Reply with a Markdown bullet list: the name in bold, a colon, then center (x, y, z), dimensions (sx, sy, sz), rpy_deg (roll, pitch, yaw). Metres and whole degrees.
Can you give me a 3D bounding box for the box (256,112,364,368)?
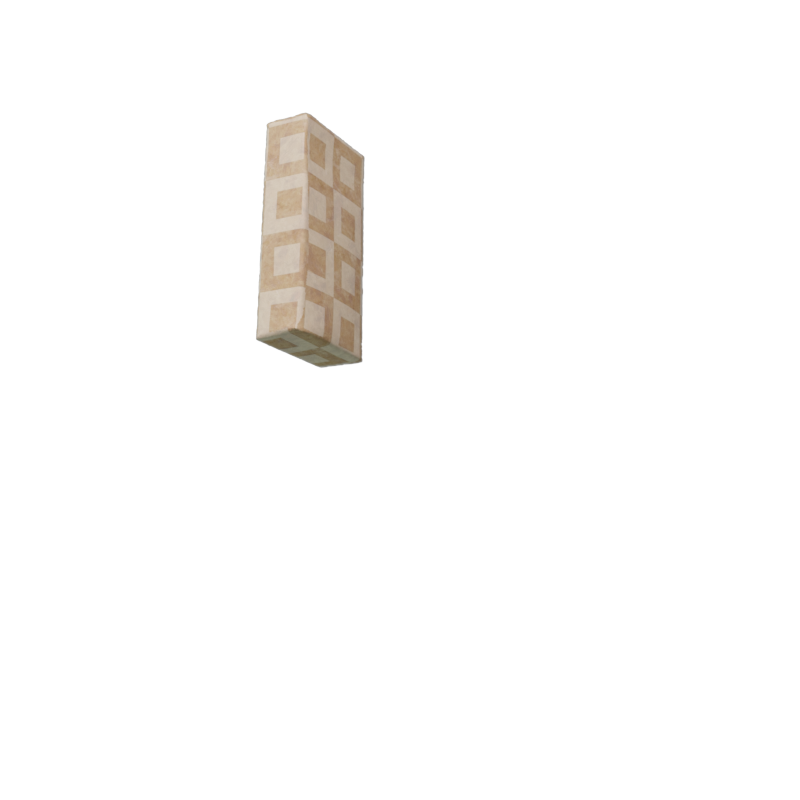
- **box**: center (-0.067, -0.122, 0.857), dimensions (0.049, 0.185, 0.087), rpy_deg (-13, -24, 27)
